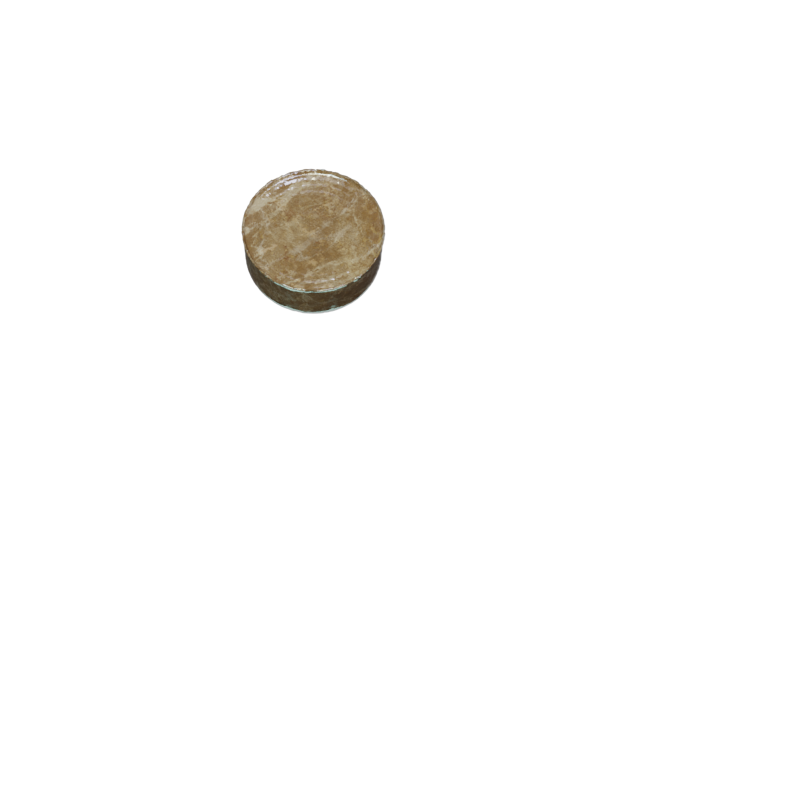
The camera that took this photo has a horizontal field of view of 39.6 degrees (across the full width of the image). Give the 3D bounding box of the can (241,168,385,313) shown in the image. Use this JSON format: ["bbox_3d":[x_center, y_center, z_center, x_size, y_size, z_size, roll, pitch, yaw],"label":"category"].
[{"bbox_3d":[-0.053,-0.096,0.675,0.086,0.091,0.032,-1,-28,-1],"label":"can"}]
